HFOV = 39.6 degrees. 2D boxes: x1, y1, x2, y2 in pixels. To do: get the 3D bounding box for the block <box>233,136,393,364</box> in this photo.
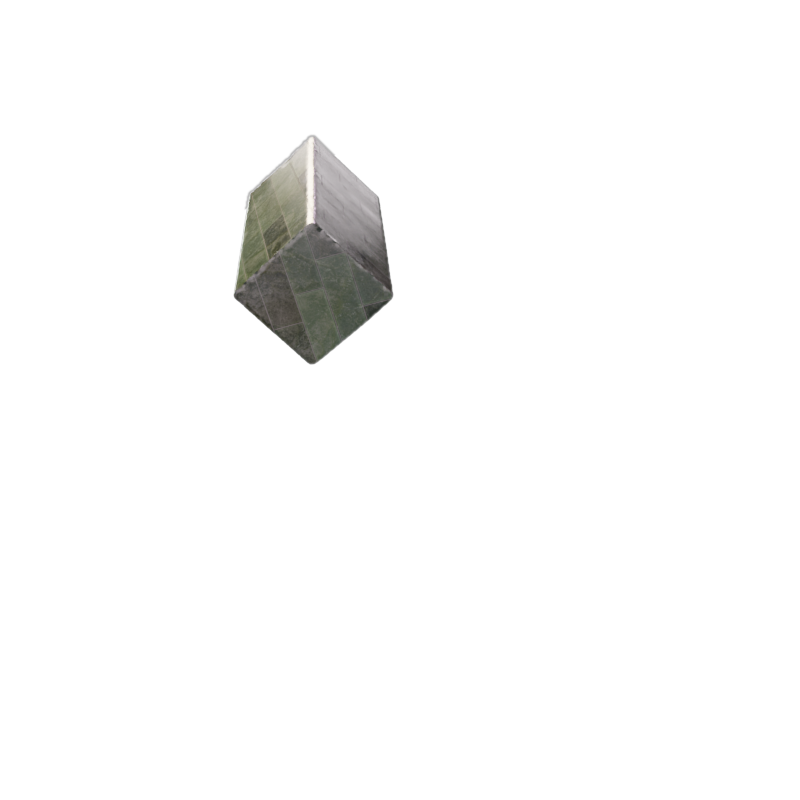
[{"bbox_3d":[-0.073,-0.133,0.932,0.086,0.089,0.219,42,19,-23],"label":"block"}]
